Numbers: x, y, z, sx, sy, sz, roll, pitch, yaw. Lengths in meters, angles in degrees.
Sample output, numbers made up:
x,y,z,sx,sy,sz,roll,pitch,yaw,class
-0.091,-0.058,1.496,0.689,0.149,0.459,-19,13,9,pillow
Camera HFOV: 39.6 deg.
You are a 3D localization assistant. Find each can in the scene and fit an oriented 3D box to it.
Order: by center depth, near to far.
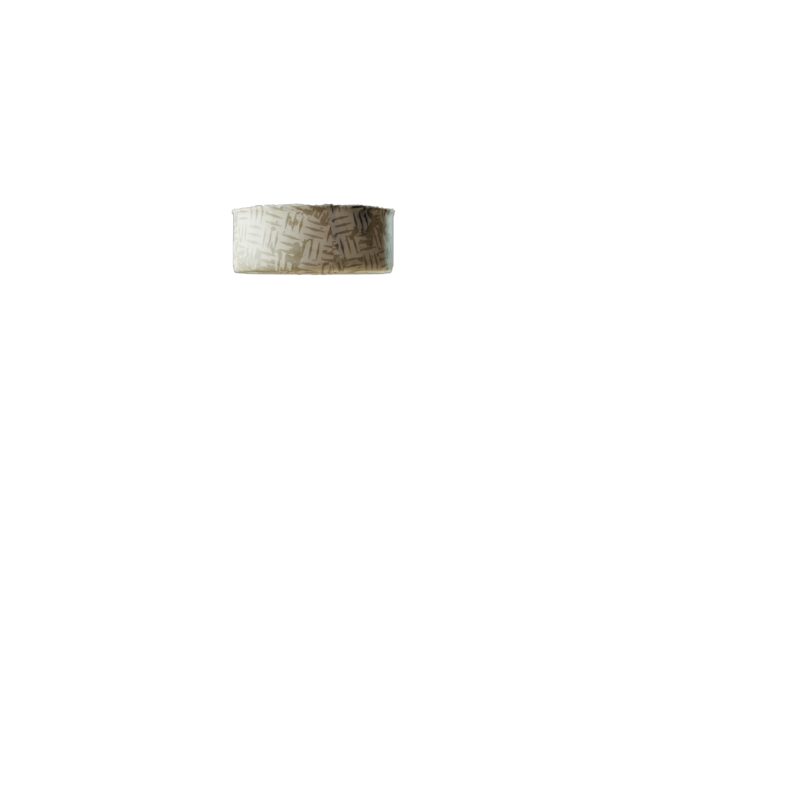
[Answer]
x,y,z,sx,sy,sz,roll,pitch,yaw,class
-0.046,-0.083,0.582,0.086,0.033,0.086,0,4,-2,can
